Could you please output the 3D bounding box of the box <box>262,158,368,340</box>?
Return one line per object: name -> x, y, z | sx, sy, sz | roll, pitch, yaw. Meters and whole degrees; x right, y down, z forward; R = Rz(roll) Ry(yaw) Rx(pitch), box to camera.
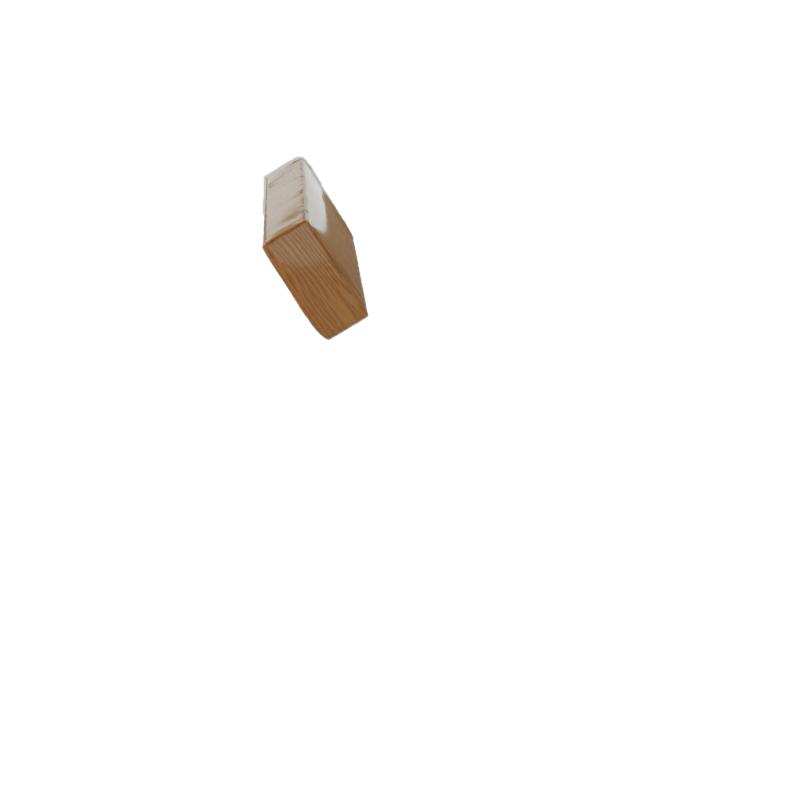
box -> -0.070, -0.129, 0.898 | 0.048, 0.088, 0.186 | -29, 26, 11
